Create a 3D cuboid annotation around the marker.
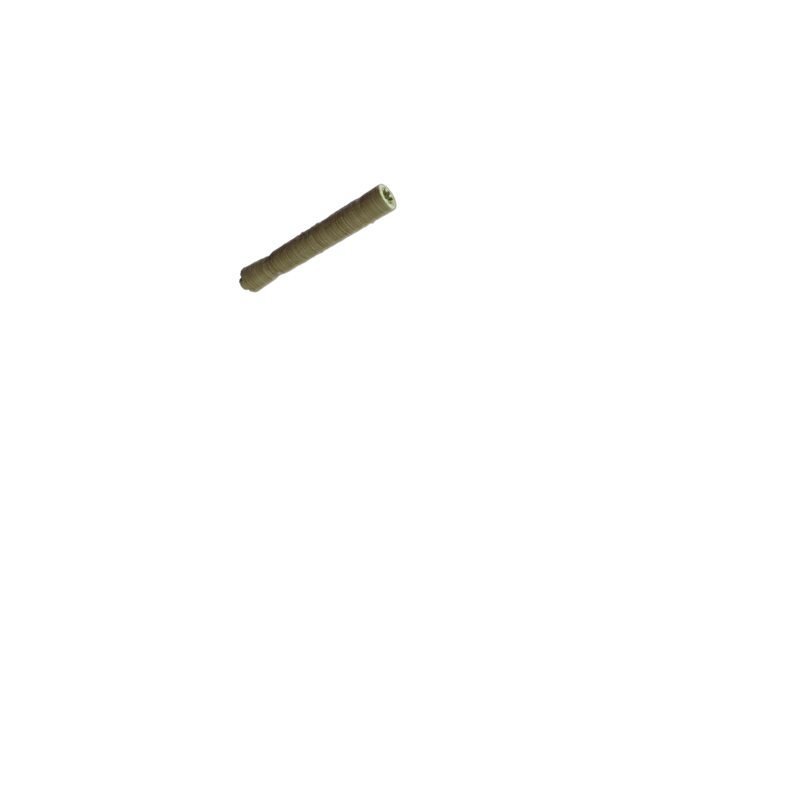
[{"bbox_3d":[-0.056,-0.102,0.716,0.121,0.020,0.019,-27,-9,25],"label":"marker"}]
